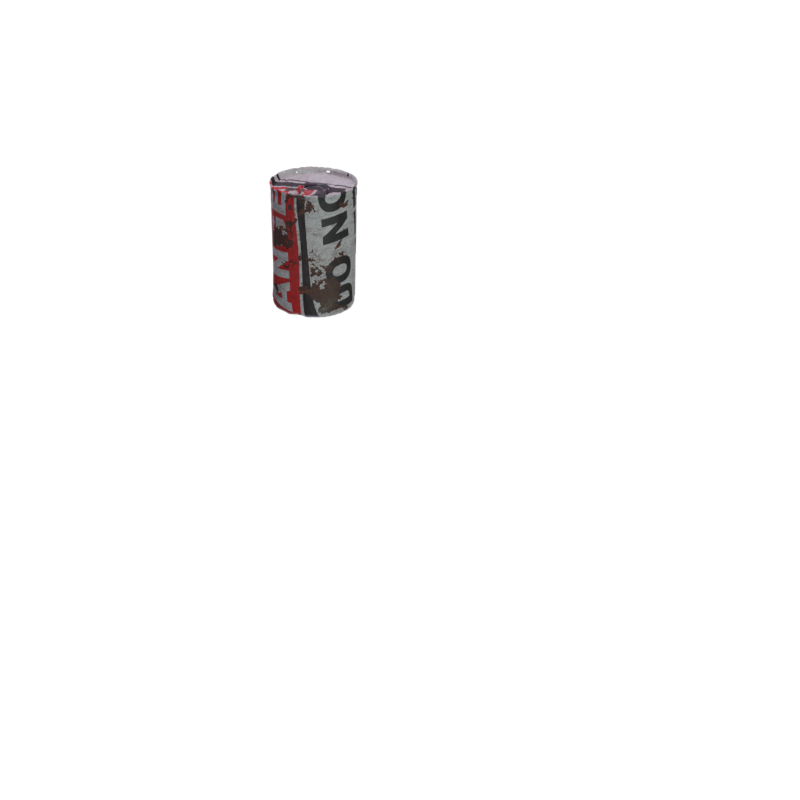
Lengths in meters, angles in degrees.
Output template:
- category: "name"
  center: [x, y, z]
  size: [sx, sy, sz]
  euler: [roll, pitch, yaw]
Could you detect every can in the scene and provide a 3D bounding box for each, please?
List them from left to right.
- category: "can"
  center: [-0.068, -0.124, 0.869]
  size: [0.068, 0.097, 0.072]
  euler: [0, 25, -2]
